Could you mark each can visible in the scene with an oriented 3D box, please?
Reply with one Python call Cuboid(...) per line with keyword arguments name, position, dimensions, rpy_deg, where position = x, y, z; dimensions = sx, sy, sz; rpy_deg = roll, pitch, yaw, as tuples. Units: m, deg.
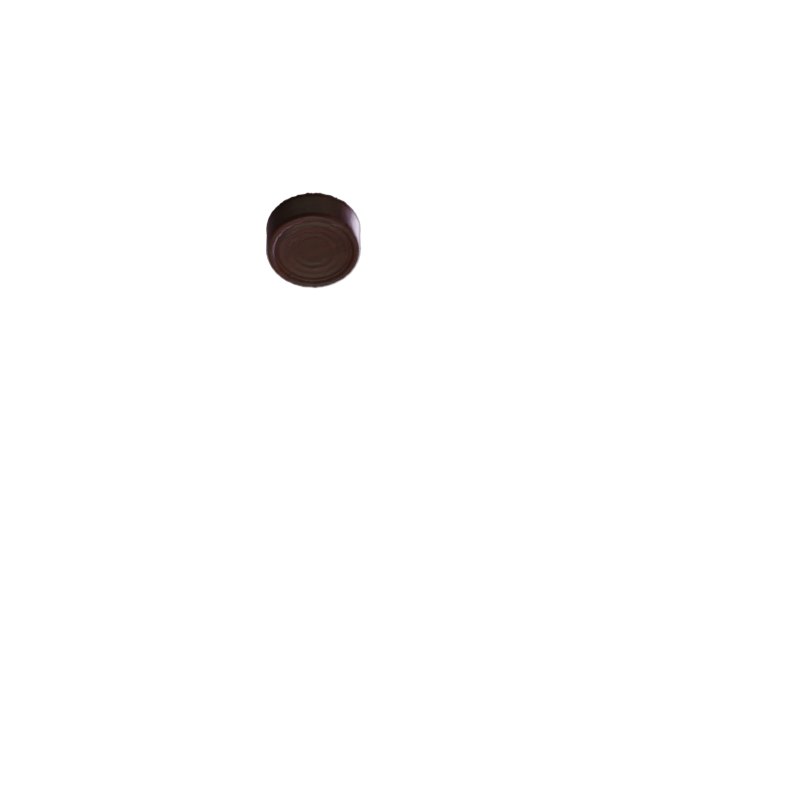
Cuboid(name="can", position=(-0.078, -0.142, 0.992), dimensions=(0.086, 0.080, 0.036), rpy_deg=(1, 43, -1))
